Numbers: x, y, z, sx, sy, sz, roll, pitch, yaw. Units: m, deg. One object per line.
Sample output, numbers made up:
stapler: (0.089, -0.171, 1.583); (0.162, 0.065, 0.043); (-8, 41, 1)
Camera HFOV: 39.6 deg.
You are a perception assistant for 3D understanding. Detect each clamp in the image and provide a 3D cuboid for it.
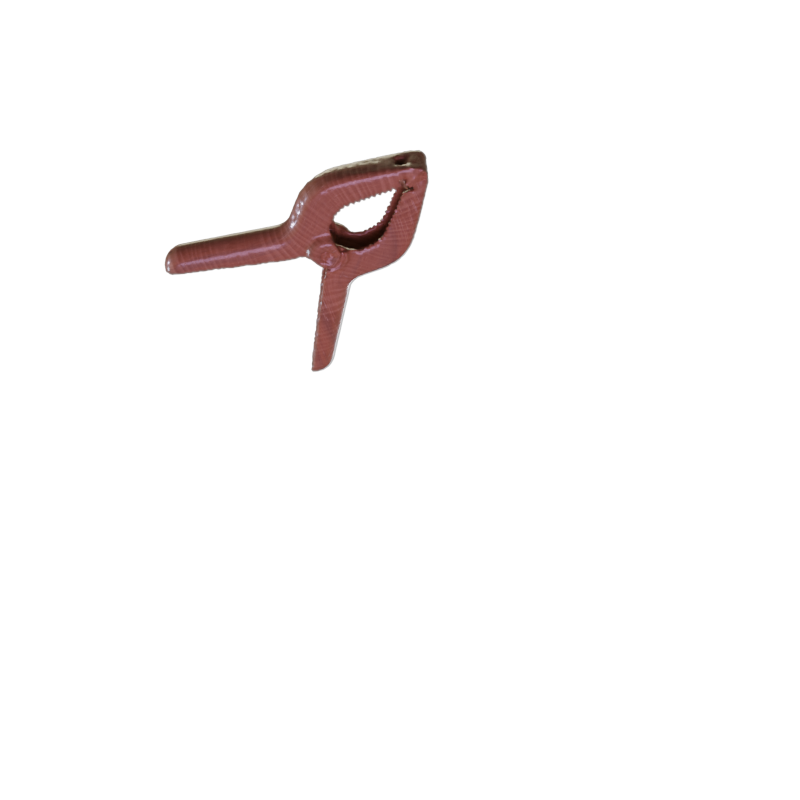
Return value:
clamp: (-0.065, -0.119, 0.835); (0.157, 0.039, 0.205); (30, -56, -23)
